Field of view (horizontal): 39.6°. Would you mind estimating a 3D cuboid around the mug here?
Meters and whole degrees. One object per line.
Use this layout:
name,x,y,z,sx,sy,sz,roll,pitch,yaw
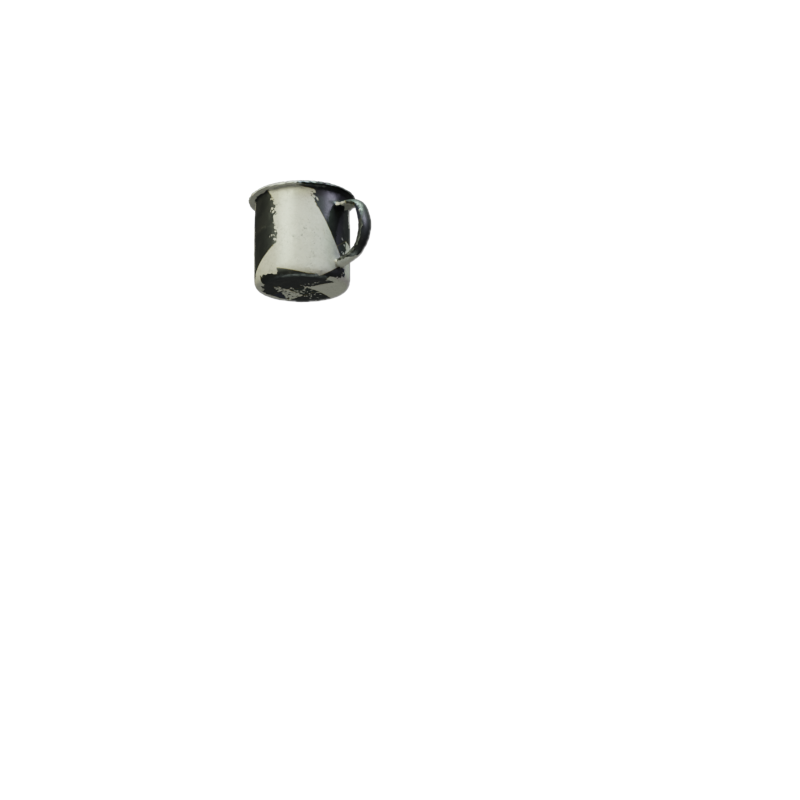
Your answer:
mug,-0.074,-0.134,0.941,0.120,0.085,0.087,-11,-19,33
